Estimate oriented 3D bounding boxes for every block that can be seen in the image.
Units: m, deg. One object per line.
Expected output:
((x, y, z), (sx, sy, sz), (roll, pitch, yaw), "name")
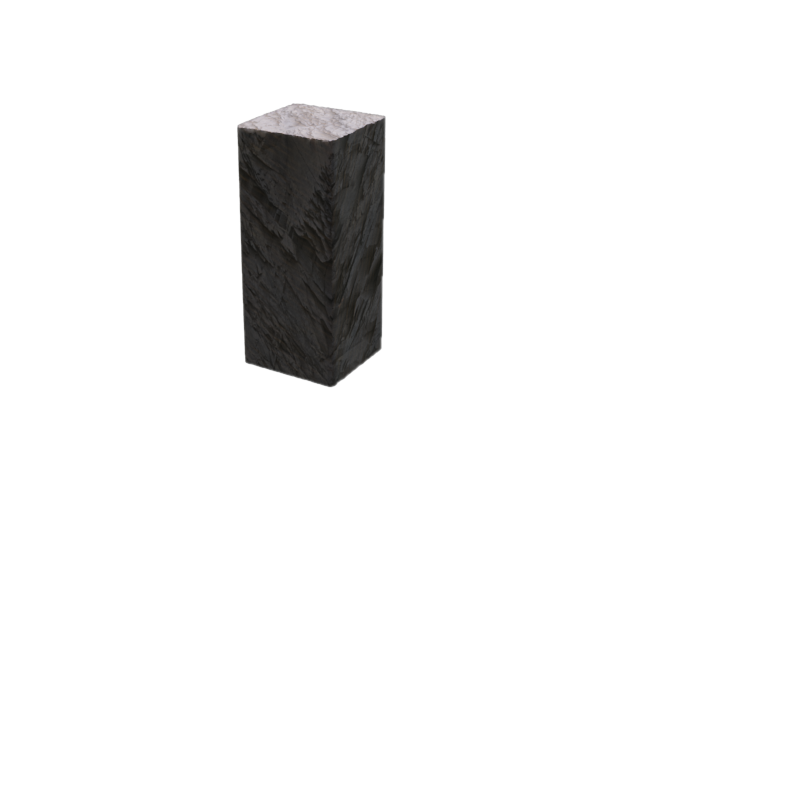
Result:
((-0.072, -0.130, 0.910), (0.095, 0.196, 0.091), (14, 26, 26), "block")
